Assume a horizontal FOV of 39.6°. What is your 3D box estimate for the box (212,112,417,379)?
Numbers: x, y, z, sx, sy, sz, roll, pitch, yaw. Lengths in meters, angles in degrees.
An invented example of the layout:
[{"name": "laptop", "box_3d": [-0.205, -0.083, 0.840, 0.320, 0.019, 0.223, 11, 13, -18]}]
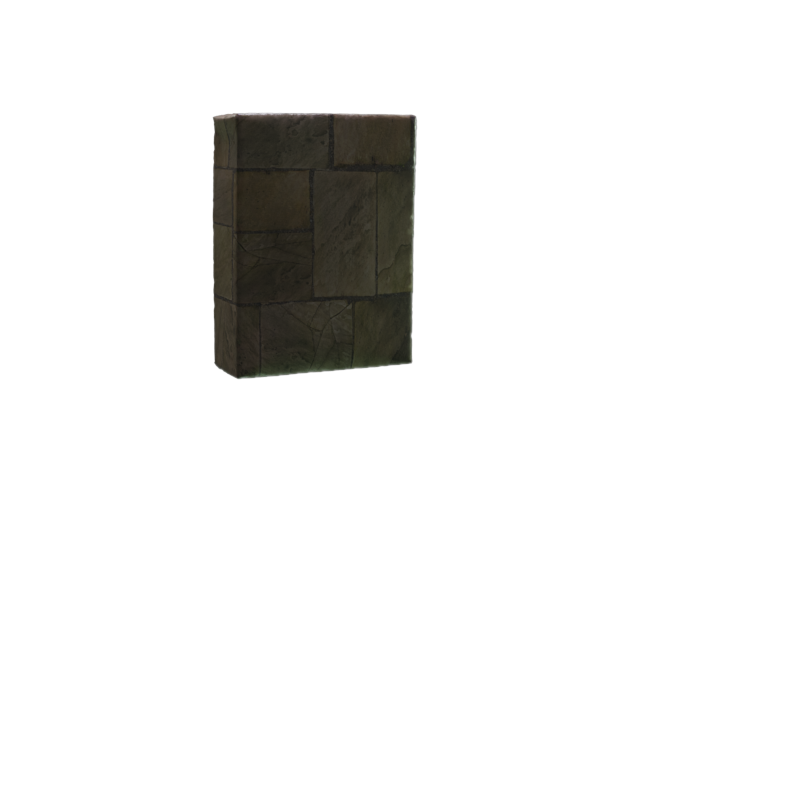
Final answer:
[{"name": "box", "box_3d": [-0.073, -0.133, 0.933, 0.160, 0.211, 0.075, -4, 7, -26]}]
